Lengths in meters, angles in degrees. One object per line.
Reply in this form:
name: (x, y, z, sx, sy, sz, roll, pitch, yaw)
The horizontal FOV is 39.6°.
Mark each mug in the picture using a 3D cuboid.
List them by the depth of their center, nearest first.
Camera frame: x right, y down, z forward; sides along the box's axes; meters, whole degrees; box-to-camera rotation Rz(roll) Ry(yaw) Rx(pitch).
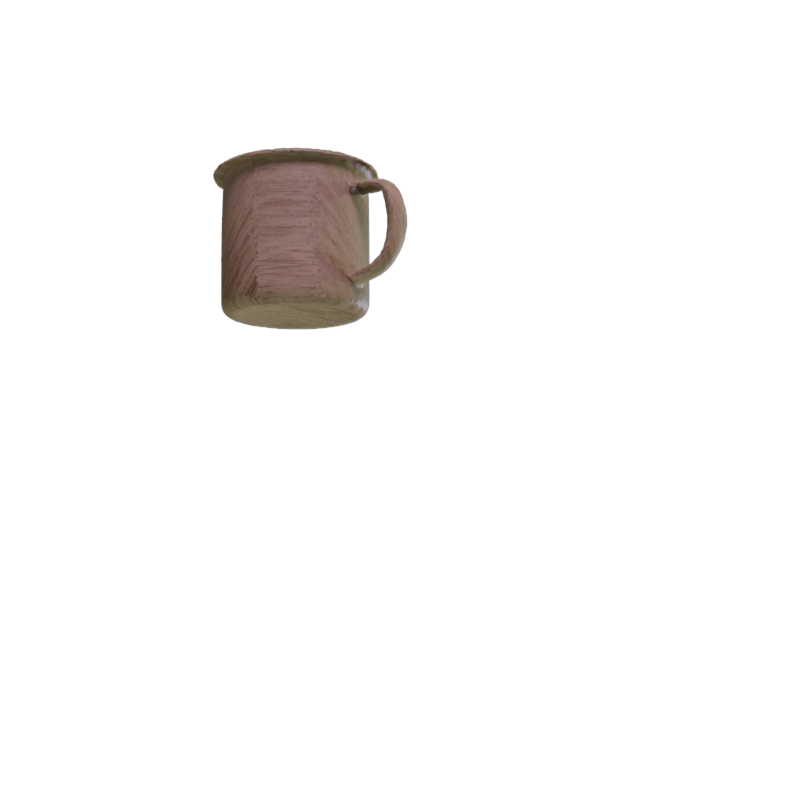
mug: (-0.048, -0.087, 0.608, 0.120, 0.084, 0.088, -7, -13, 31)
